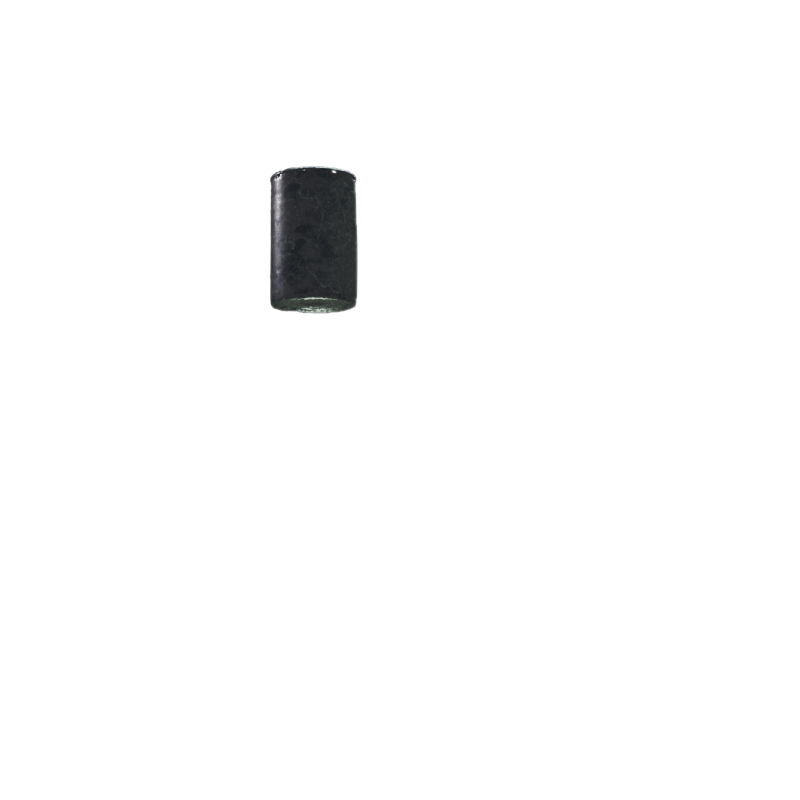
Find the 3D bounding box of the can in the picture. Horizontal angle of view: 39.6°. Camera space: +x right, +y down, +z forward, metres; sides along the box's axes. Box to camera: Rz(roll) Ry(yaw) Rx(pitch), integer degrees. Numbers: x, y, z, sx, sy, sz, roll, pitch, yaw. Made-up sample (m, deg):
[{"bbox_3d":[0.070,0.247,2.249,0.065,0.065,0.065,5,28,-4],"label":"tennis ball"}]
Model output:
[{"bbox_3d":[-0.067,-0.122,0.857,0.068,0.105,0.067,0,-11,-2],"label":"can"}]
